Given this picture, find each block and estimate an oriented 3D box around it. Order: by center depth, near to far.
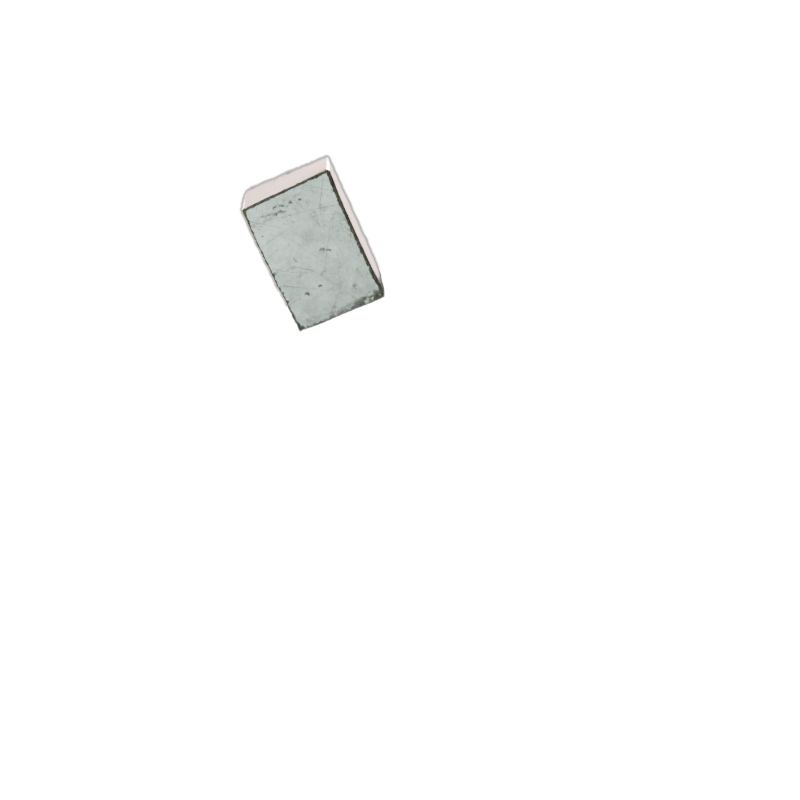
[{"bbox_3d":[-0.048,-0.087,0.613,0.053,0.075,0.053,-22,17,6],"label":"block"}]
